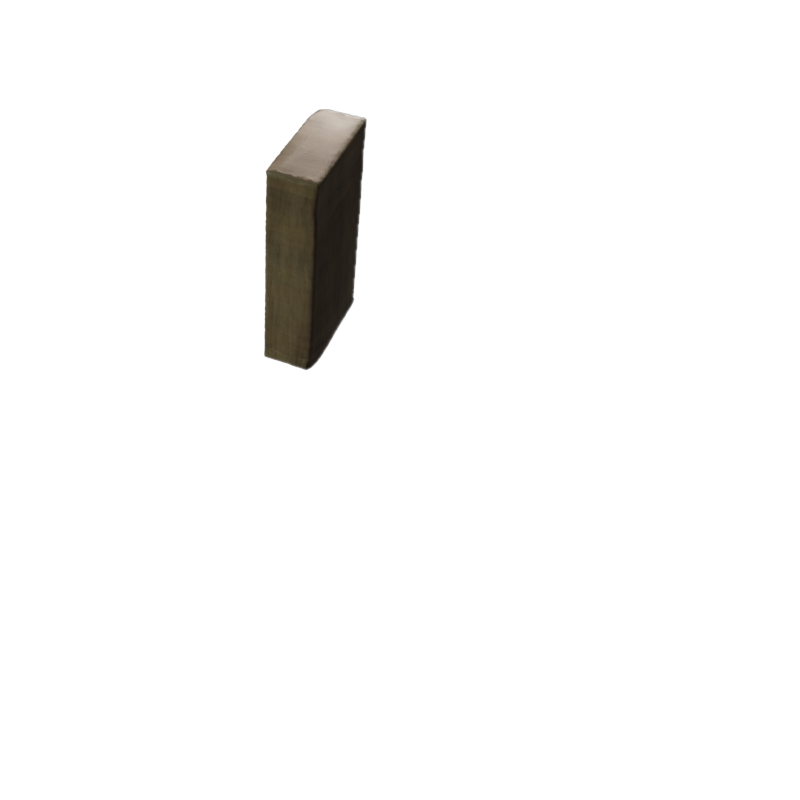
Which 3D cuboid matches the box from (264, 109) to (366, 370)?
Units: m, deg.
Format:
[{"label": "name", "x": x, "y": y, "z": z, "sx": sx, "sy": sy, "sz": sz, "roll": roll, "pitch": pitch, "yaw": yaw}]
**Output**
[{"label": "box", "x": -0.064, "y": -0.117, "z": 0.815, "sx": 0.049, "sy": 0.164, "sz": 0.097, "roll": 15, "pitch": 43, "yaw": 13}]
